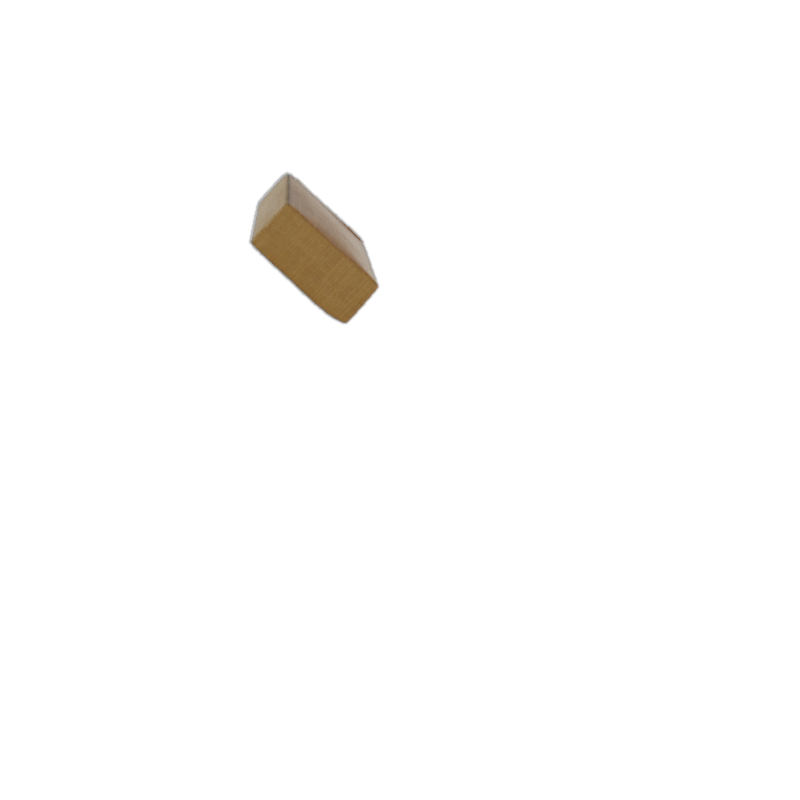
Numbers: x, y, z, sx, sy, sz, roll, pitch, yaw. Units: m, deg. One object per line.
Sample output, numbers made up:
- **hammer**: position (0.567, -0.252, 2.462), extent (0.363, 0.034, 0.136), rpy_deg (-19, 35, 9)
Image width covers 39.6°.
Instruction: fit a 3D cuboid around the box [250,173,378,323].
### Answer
- **box**: position (-0.068, -0.124, 0.868), extent (0.090, 0.048, 0.183), rpy_deg (41, 12, -15)
